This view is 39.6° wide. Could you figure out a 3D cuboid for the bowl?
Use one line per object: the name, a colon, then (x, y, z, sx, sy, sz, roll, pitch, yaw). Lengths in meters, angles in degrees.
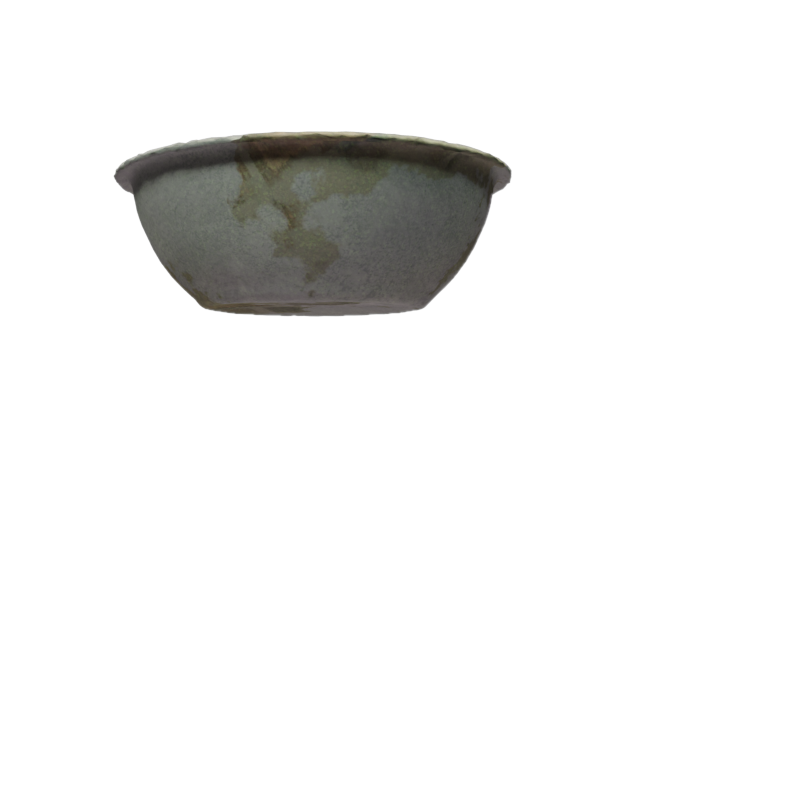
bowl: (-0.035, -0.065, 0.453, 0.162, 0.056, 0.161, 0, -1, -2)
